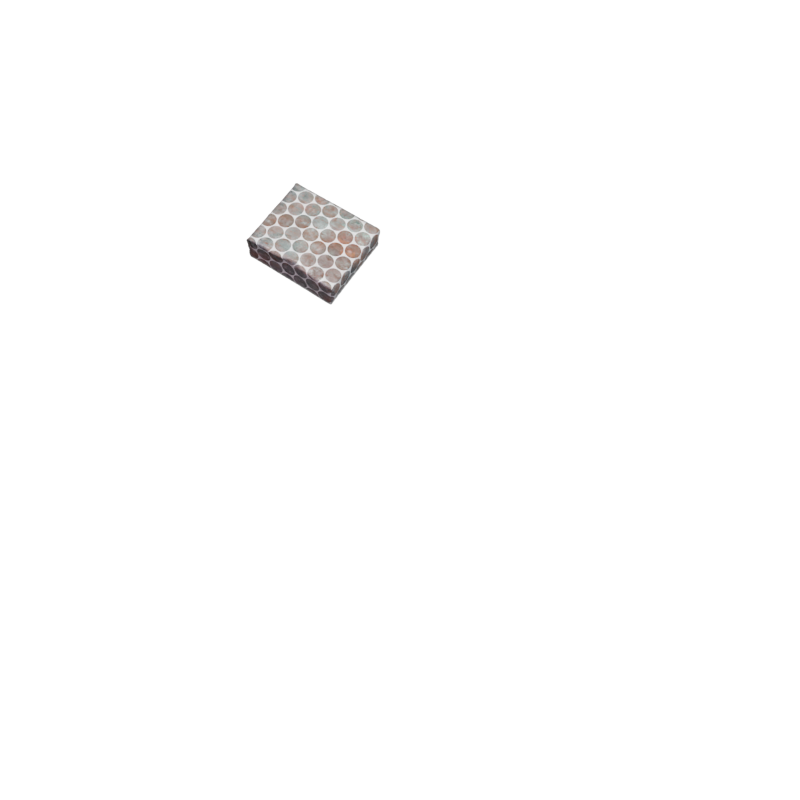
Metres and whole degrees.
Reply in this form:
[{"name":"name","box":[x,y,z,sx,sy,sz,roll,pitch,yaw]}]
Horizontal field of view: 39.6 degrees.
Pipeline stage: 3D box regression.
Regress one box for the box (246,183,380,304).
[{"name":"box","box":[-0.074,-0.135,0.944,0.093,0.075,0.028,31,-26,16]}]
